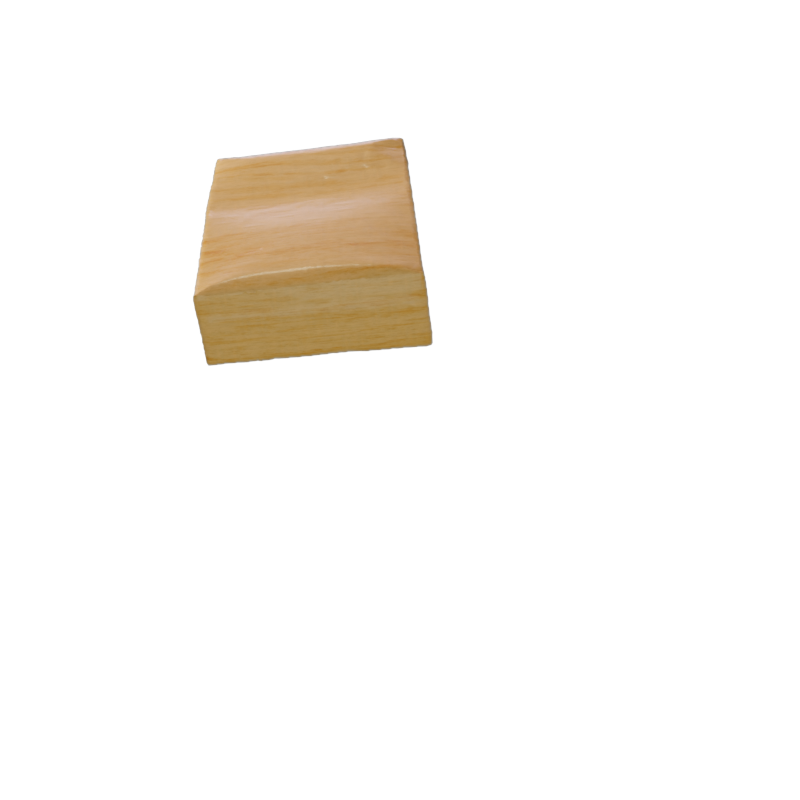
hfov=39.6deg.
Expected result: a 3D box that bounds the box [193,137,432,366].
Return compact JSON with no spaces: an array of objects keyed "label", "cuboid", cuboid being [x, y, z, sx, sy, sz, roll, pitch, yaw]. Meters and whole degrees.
[{"label":"box","cuboid":[-0.067,-0.123,0.860,0.164,0.067,0.229,-6,37,2]}]
